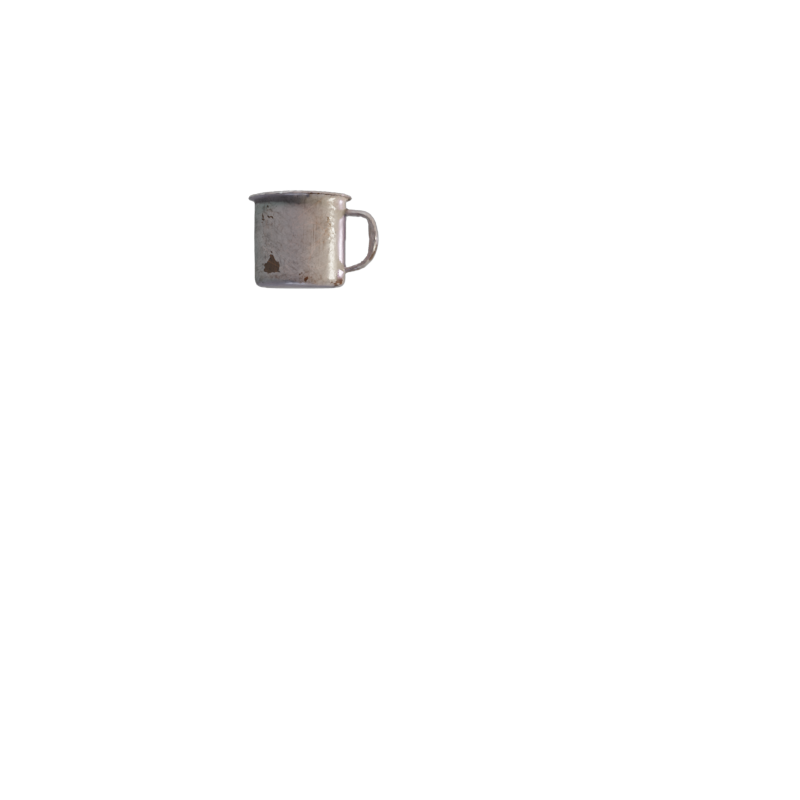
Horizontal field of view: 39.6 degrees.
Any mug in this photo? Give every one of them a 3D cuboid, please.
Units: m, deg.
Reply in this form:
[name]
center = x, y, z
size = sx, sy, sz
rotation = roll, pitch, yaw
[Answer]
[mug]
center = -0.078, -0.141, 0.990
size = 0.118, 0.082, 0.092
rotation = 0, 0, 6
